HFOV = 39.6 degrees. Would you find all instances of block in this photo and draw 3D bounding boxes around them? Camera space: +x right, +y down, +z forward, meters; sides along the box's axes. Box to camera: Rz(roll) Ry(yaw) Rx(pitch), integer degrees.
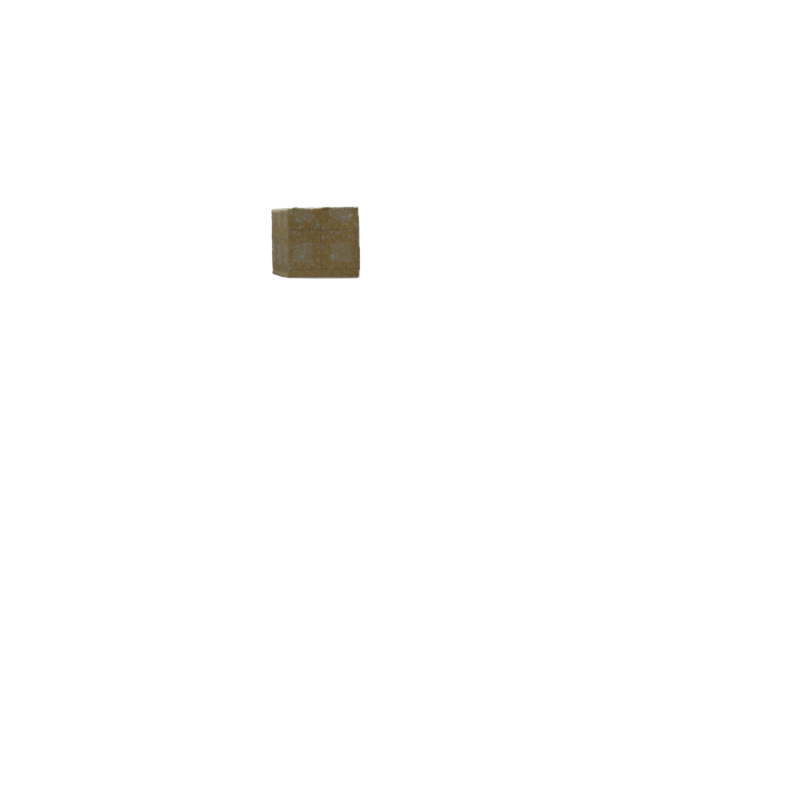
[{"bbox_3d":[-0.064,-0.116,0.816,0.052,0.051,0.080,-1,7,-15],"label":"block"}]
